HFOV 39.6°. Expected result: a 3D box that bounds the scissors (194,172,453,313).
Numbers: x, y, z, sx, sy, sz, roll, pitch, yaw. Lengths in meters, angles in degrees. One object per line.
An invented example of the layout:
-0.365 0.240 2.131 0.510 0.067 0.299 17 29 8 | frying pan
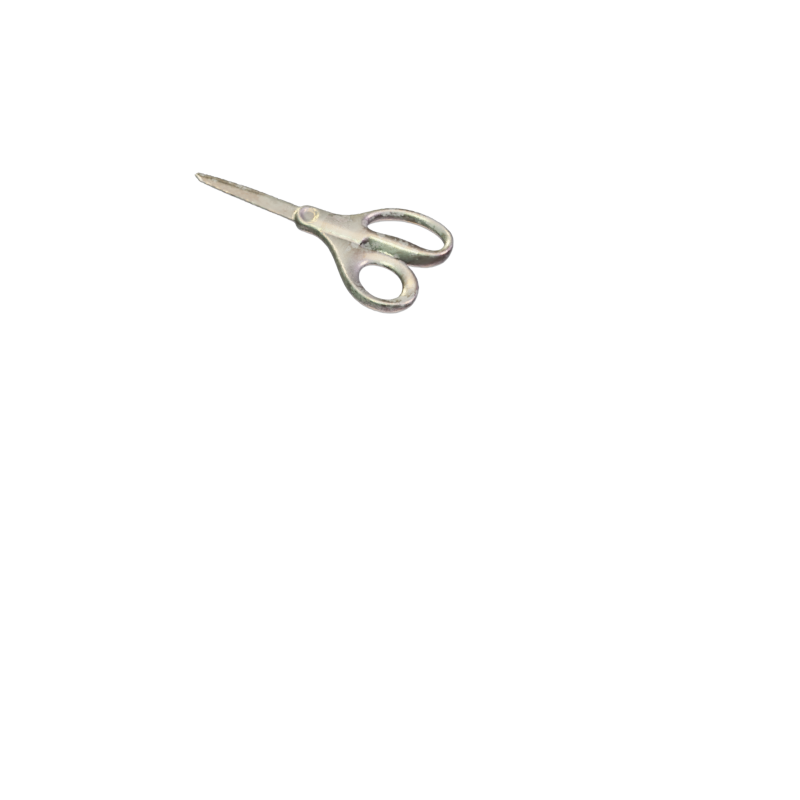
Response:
-0.063 -0.116 0.811 0.204 0.102 0.015 9 -33 6 | scissors
